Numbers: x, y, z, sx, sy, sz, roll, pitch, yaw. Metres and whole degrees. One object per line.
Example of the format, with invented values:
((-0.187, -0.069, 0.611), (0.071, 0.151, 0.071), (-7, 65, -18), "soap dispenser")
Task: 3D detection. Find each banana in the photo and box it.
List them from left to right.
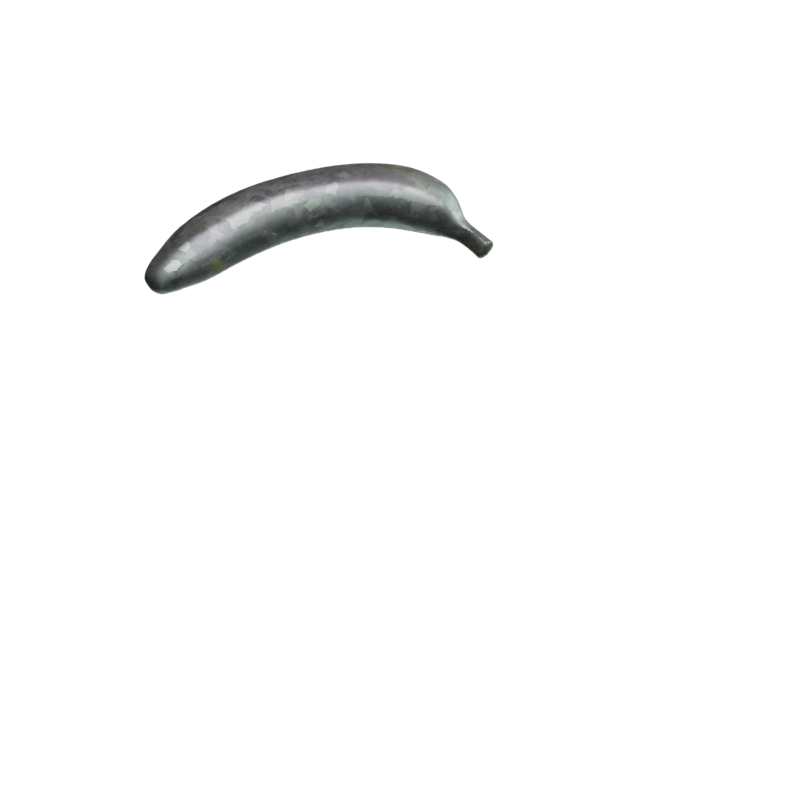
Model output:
((-0.049, -0.103, 0.634), (0.196, 0.075, 0.034), (-9, -43, -9), "banana")
